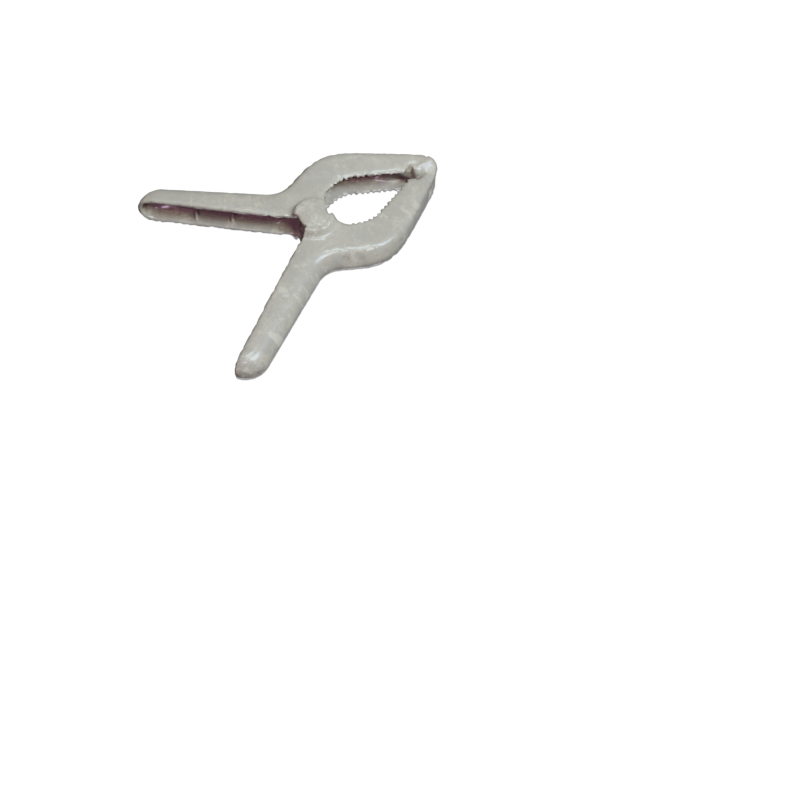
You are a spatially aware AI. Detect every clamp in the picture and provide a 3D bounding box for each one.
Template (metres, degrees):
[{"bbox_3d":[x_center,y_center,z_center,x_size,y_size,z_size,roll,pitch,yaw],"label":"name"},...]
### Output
[{"bbox_3d":[-0.061,-0.111,0.778,0.209,0.176,0.034,-21,-28,-12],"label":"clamp"}]
